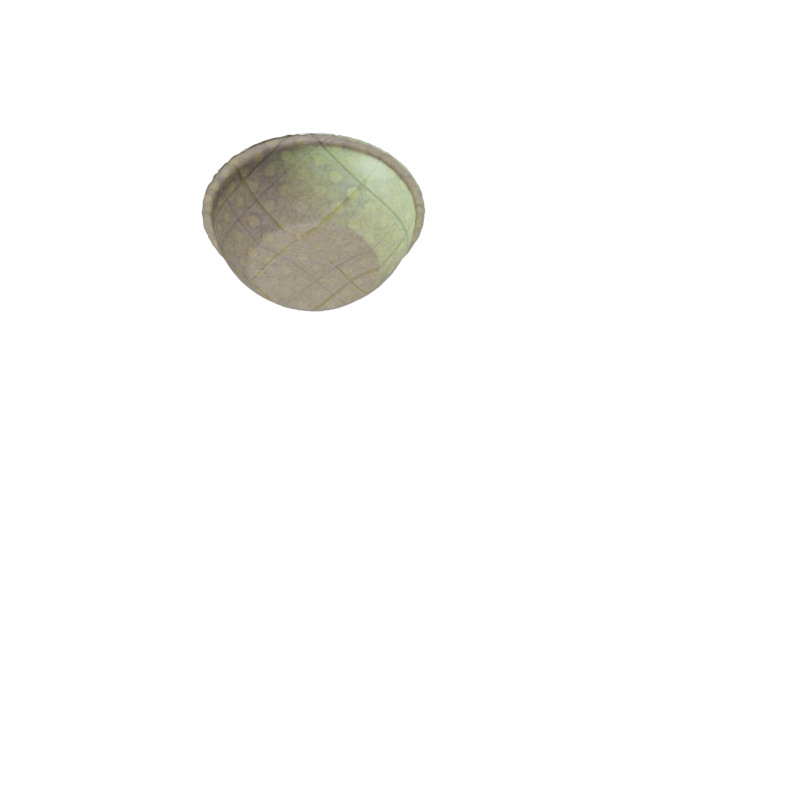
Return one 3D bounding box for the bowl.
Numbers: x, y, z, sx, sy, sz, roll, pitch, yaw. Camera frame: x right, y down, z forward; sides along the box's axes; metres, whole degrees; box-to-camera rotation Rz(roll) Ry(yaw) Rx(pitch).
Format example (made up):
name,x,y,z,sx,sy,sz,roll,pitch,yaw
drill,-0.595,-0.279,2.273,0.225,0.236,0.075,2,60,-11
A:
name,x,y,z,sx,sy,sz,roll,pitch,yaw
bowl,-0.062,-0.112,0.787,0.162,0.059,0.151,1,-39,-1
